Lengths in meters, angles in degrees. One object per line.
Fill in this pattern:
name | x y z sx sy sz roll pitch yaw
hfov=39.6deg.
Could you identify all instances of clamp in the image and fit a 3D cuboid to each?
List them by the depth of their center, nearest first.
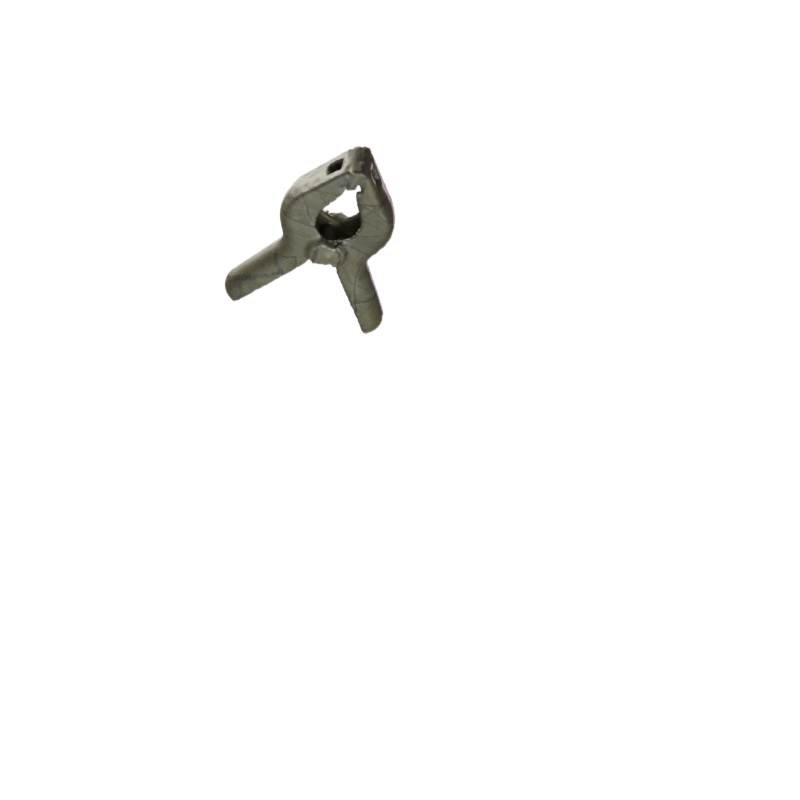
clamp | -0.061 -0.112 0.783 0.119 0.042 0.161 5 -41 -7
